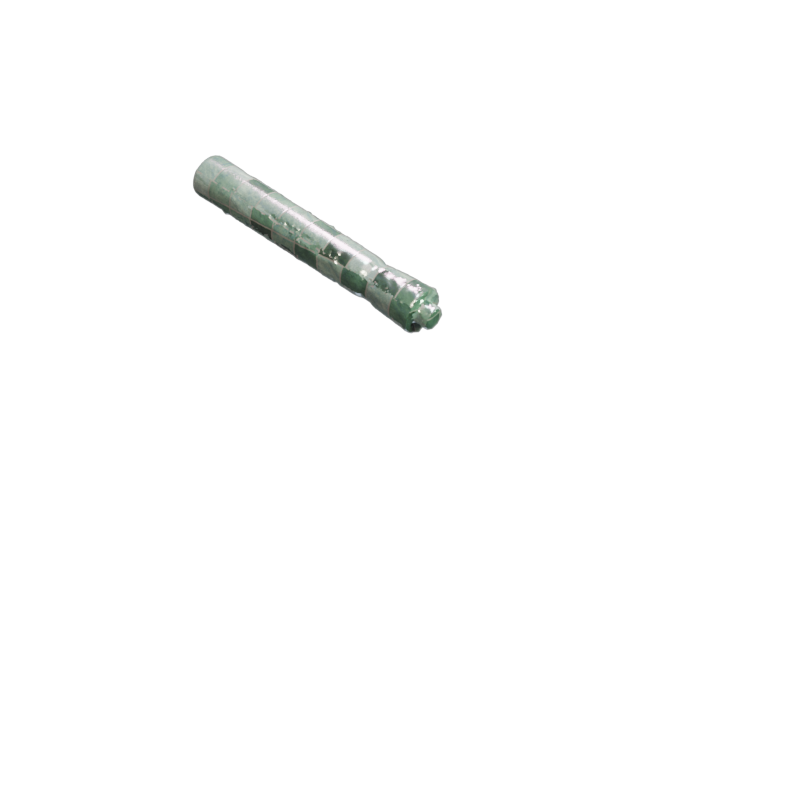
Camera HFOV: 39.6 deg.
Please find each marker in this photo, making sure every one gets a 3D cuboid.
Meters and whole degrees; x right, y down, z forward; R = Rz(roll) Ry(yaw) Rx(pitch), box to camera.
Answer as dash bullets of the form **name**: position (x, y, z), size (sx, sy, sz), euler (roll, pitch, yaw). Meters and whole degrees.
- **marker**: position (-0.033, -0.061, 0.428), size (0.129, 0.019, 0.019), euler (35, 22, 29)
